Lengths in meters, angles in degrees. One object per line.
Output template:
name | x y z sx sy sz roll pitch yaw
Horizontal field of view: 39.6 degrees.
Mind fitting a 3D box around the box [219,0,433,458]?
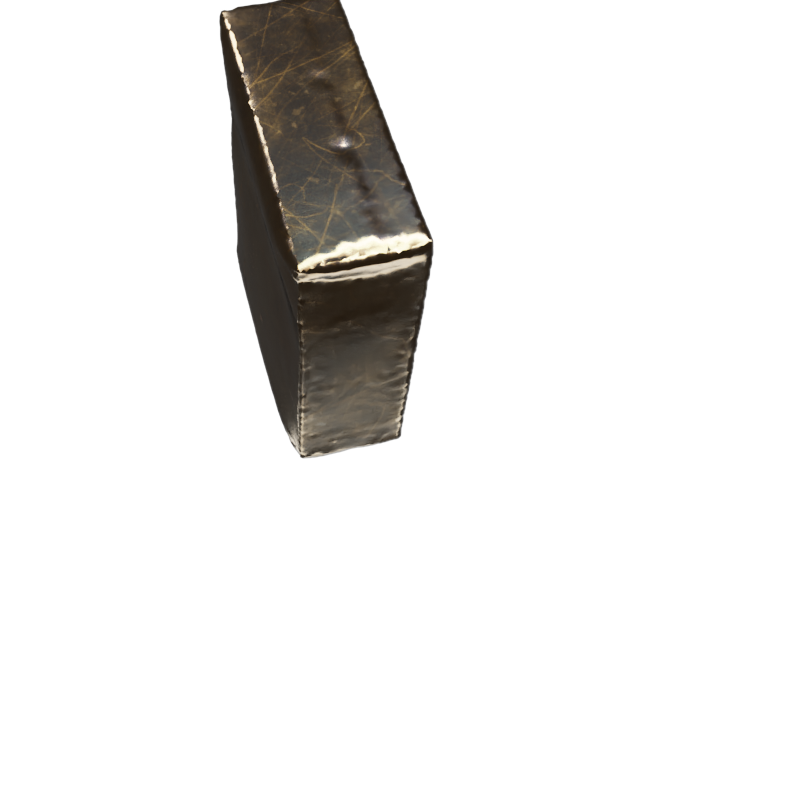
box | -0.047 -0.086 0.604 0.071 0.176 0.201 -13 -27 -10
